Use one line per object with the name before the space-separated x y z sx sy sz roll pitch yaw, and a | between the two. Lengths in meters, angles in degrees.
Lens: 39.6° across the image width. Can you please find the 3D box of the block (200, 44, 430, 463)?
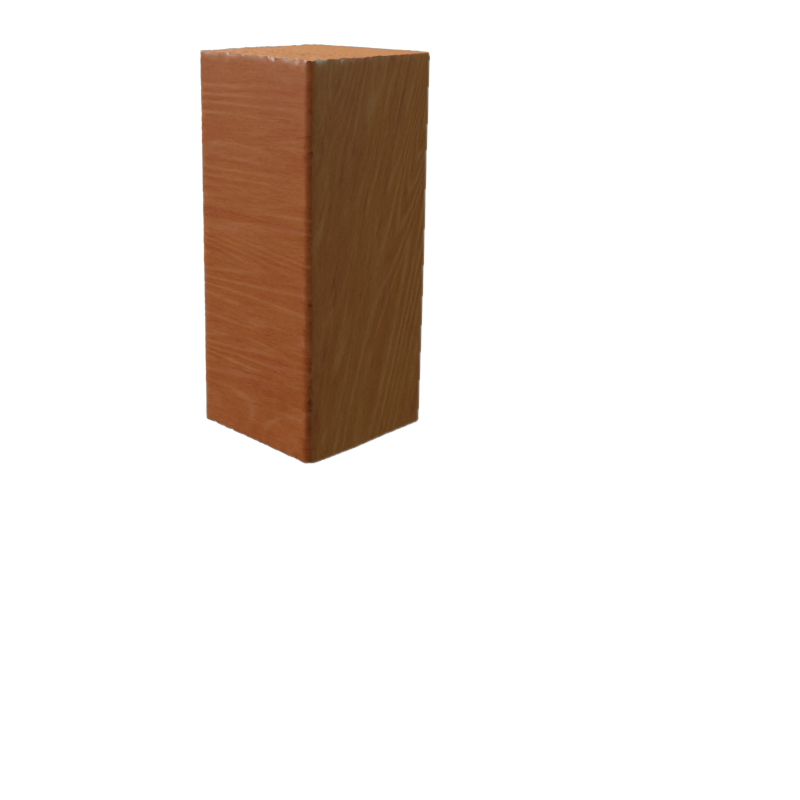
block | -0.047 -0.086 0.603 0.096 0.199 0.088 15 20 42
